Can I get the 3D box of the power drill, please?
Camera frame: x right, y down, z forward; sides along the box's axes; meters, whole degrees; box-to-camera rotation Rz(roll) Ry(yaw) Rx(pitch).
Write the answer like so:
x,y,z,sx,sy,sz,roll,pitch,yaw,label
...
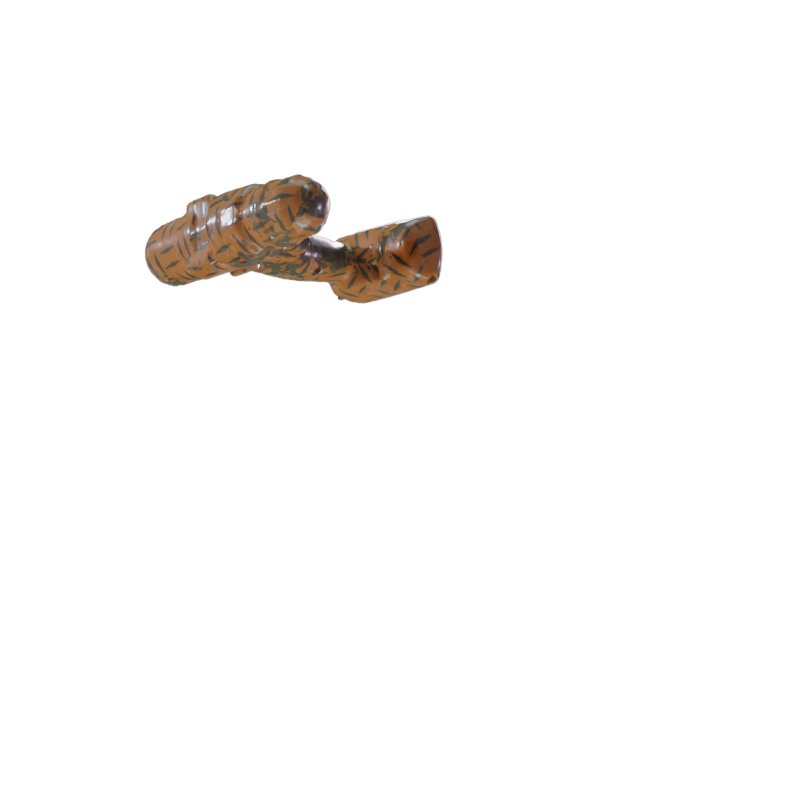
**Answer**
x,y,z,sx,sy,sz,roll,pitch,yaw,label
-0.061,-0.112,0.783,0.179,0.059,0.189,5,-8,-40,power drill
